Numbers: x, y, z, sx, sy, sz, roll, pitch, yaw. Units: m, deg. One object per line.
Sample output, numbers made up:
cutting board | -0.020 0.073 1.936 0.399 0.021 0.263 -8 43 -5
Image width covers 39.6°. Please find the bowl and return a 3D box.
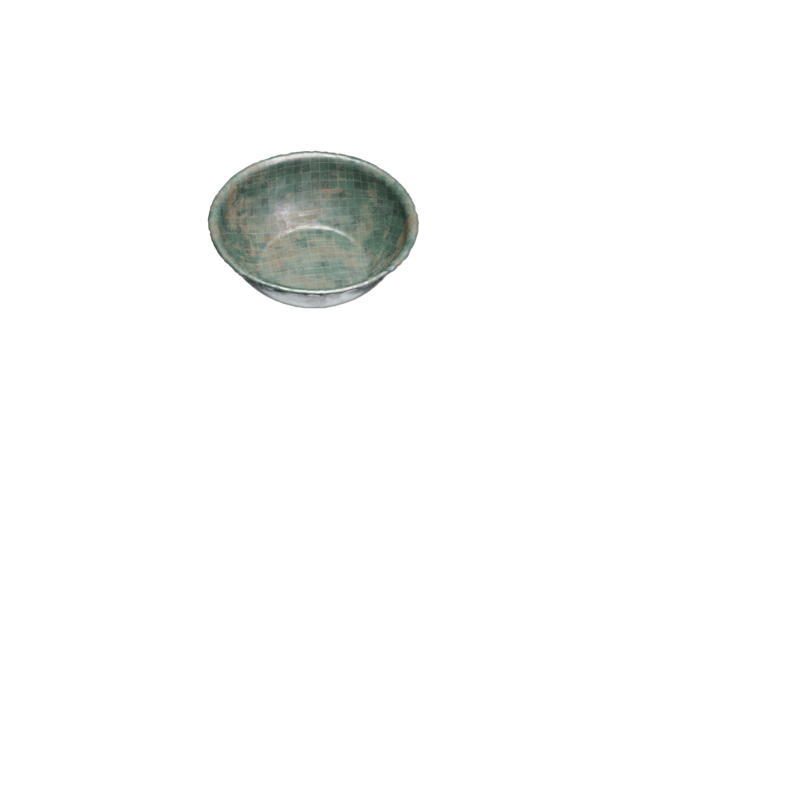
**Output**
bowl | -0.068 -0.124 0.868 0.162 0.174 0.051 -1 -42 -1
